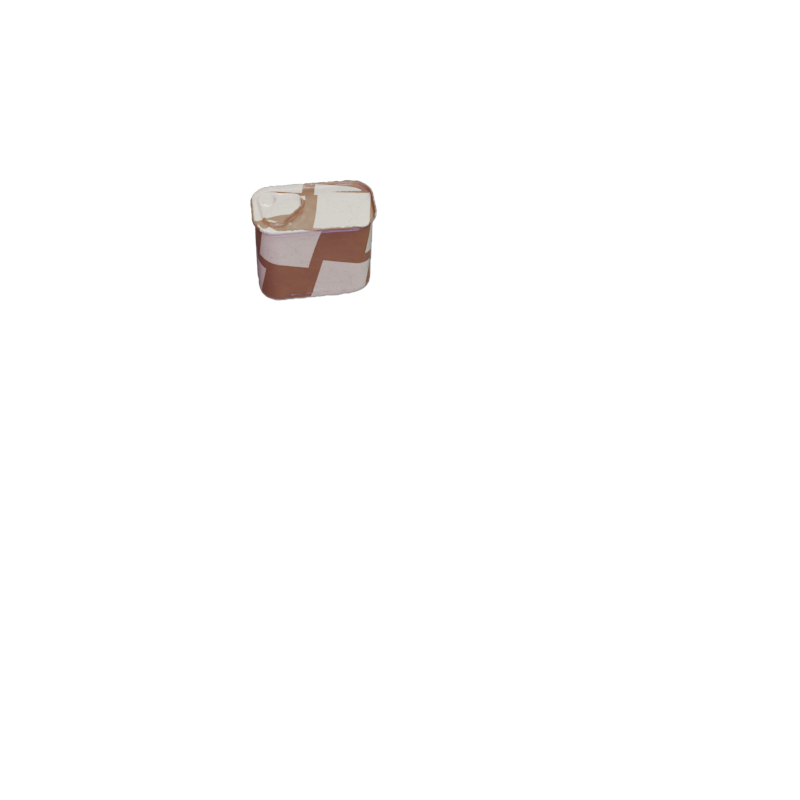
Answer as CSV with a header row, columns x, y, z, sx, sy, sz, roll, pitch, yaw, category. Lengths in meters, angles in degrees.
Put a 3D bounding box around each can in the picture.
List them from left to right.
x,y,z,sx,sy,sz,roll,pitch,yaw,category
-0.073,-0.133,0.932,0.101,0.062,0.078,-5,-41,-6,can
